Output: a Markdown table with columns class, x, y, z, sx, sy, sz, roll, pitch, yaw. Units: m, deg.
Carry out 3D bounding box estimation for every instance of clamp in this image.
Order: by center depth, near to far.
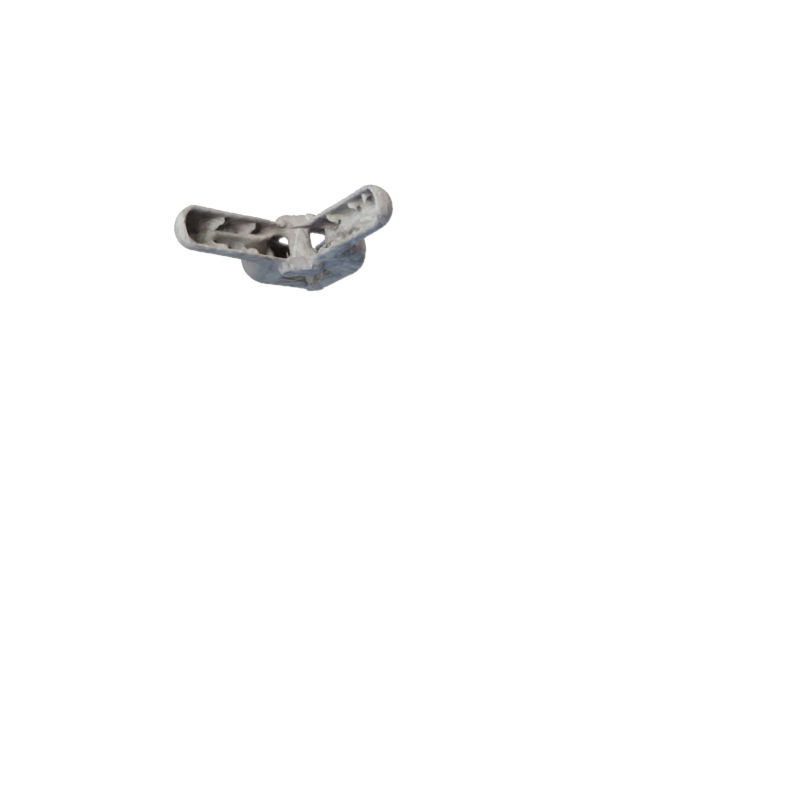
| class | x | y | z | sx | sy | sz | roll | pitch | yaw |
| --- | --- | --- | --- | --- | --- | --- | --- | --- | --- |
| clamp | -0.053 | -0.096 | 0.673 | 0.122 | 0.040 | 0.166 | -1 | -2 | 12 |
